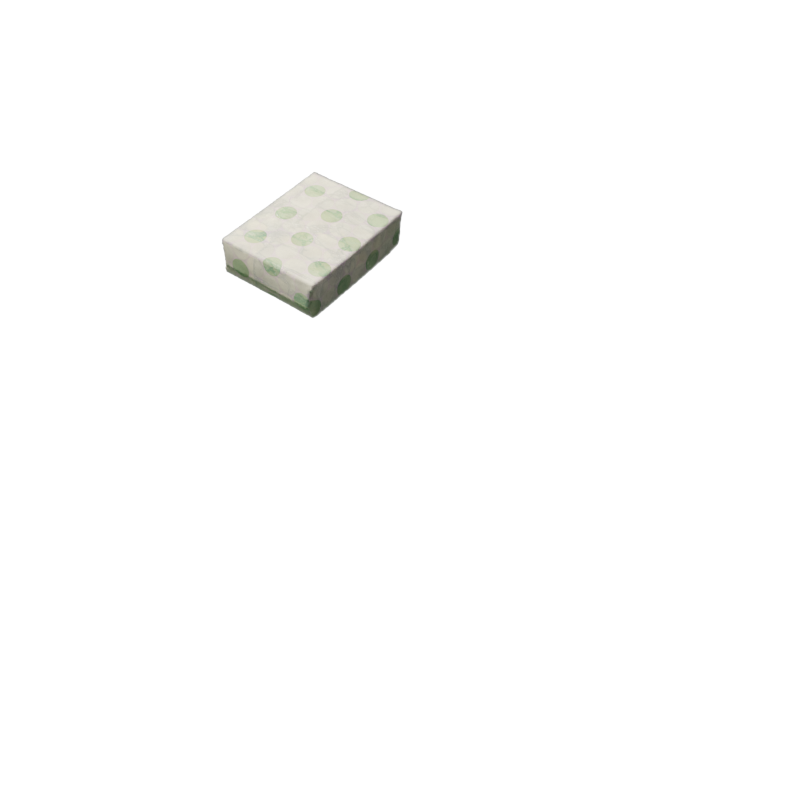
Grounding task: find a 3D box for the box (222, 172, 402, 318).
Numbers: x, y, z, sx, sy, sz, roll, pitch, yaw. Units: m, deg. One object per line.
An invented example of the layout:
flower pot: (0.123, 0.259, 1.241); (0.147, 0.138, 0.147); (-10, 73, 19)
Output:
box: (-0.067, -0.122, 0.852); (0.095, 0.036, 0.115); (27, 49, 26)
